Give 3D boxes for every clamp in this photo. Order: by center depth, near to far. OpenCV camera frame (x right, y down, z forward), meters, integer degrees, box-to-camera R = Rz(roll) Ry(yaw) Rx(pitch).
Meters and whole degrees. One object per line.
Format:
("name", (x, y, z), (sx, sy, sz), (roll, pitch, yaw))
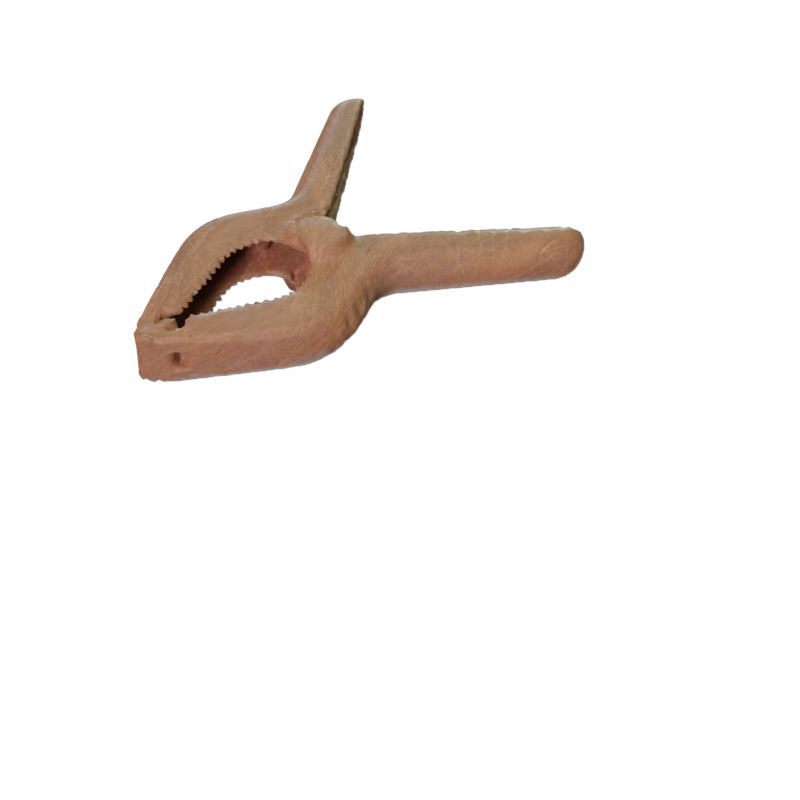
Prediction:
("clamp", (-0.041, -0.076, 0.530), (0.209, 0.034, 0.177), (-27, 50, -25))
